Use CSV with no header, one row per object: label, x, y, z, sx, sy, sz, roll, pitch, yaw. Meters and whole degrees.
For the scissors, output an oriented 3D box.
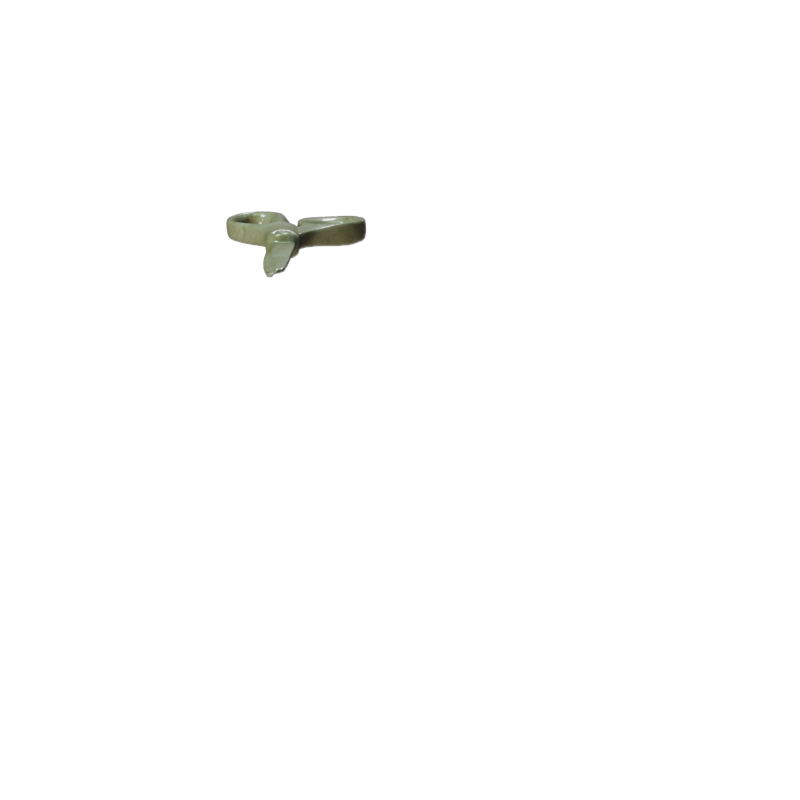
scissors,-0.050,-0.091,0.634,0.094,0.015,0.211,-5,17,-17
